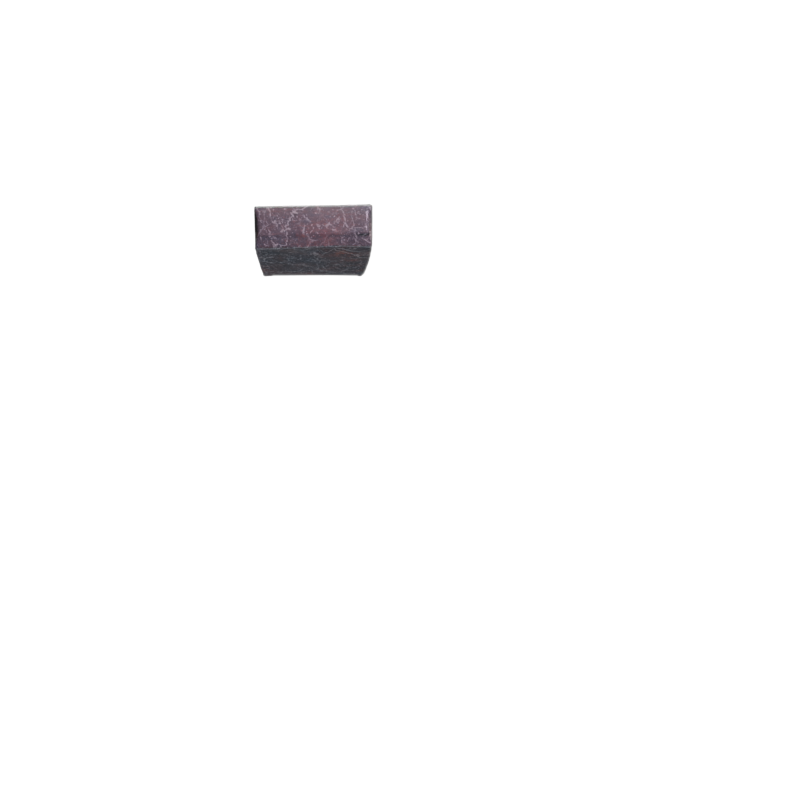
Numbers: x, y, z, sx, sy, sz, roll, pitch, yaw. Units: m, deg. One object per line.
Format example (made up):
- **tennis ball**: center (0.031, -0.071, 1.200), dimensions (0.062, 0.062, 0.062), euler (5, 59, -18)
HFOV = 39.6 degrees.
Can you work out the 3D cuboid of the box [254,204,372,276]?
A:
- **box**: center (-0.069, -0.126, 0.884), dimensions (0.090, 0.040, 0.111), euler (0, -7, -3)
